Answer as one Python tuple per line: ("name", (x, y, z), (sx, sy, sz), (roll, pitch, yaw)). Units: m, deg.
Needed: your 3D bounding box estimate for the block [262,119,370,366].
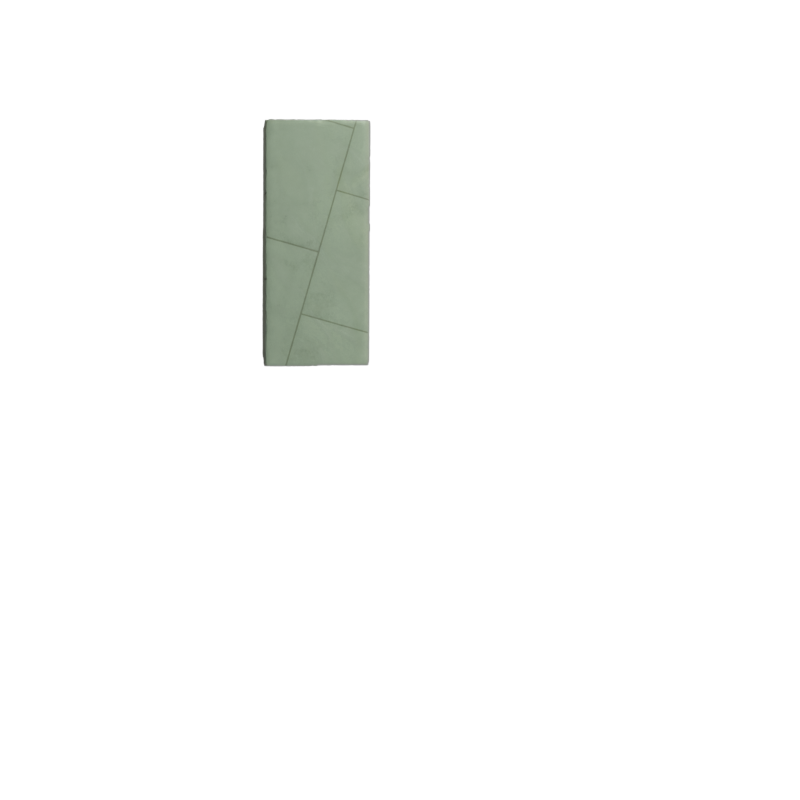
("block", (-0.075, -0.138, 0.965), (0.089, 0.205, 0.092), (0, 2, -7))
